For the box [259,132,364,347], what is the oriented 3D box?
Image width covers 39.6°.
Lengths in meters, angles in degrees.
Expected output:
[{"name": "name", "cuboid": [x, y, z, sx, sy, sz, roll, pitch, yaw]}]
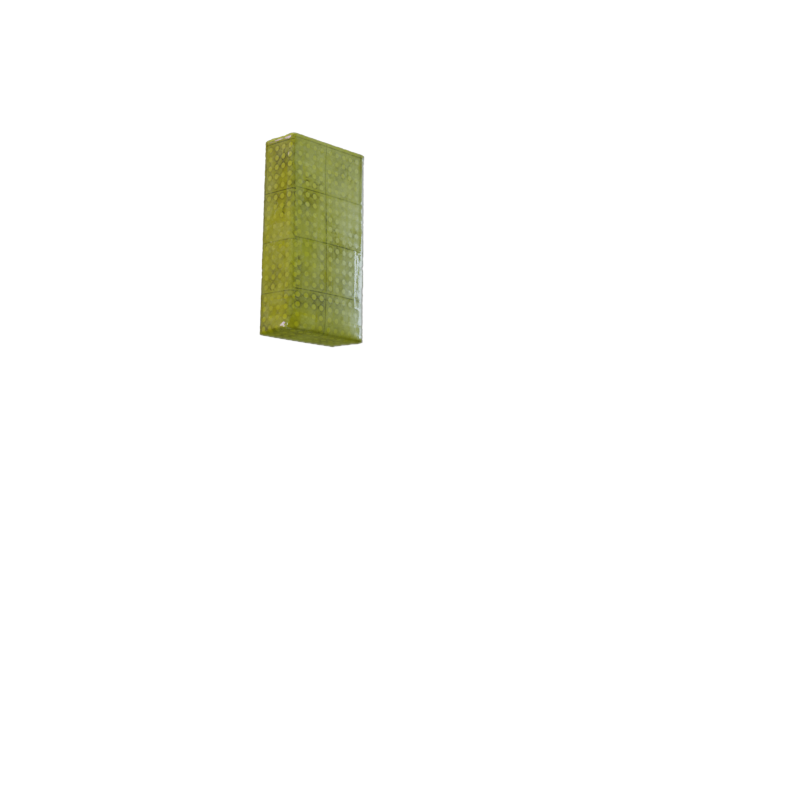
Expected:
[{"name": "box", "cuboid": [-0.077, -0.141, 0.987, 0.049, 0.183, 0.088, -15, -20, 42]}]
